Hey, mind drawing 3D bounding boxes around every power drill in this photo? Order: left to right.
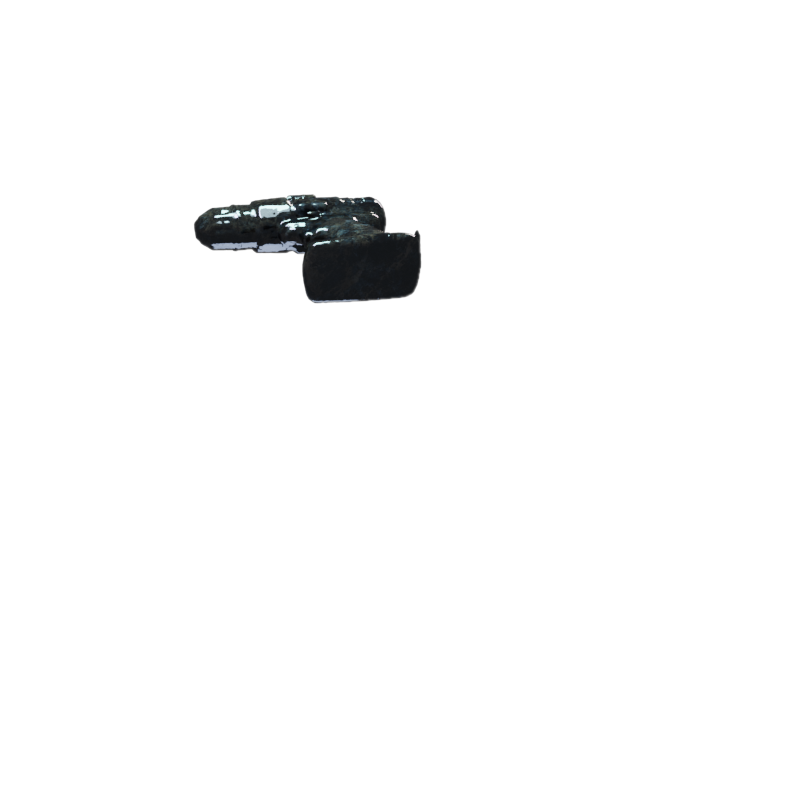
[{"bbox_3d":[-0.077,-0.141,0.984,0.181,0.055,0.200,-8,25,-18],"label":"power drill"}]
